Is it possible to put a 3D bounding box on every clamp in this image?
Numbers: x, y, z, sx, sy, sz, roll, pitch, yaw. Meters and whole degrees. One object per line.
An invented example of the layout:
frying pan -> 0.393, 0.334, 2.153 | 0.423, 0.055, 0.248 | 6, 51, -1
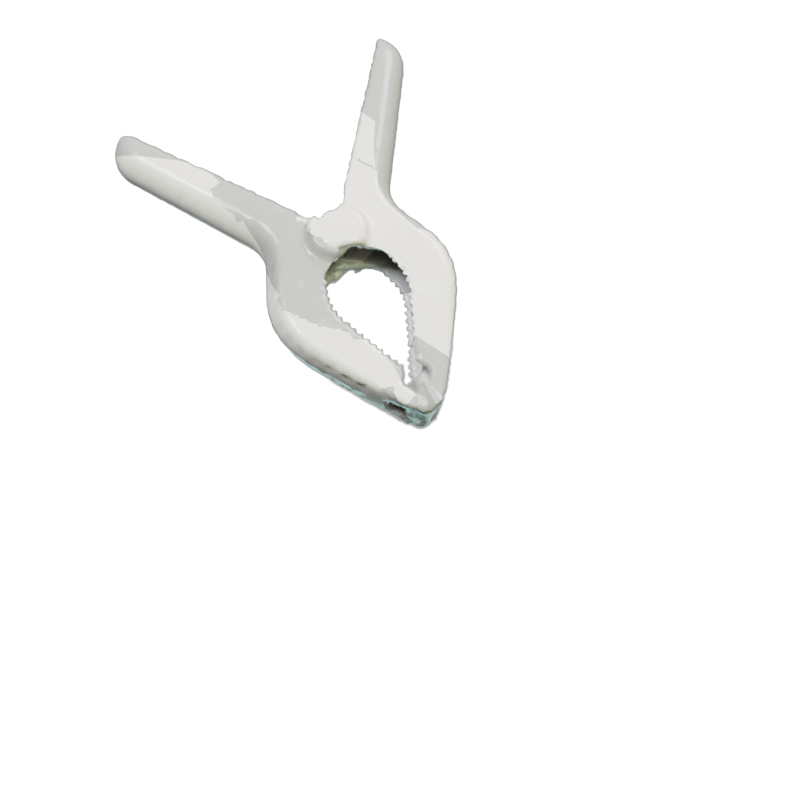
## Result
clamp -> -0.044, -0.080, 0.557 | 0.164, 0.223, 0.034 | -18, -24, -9
